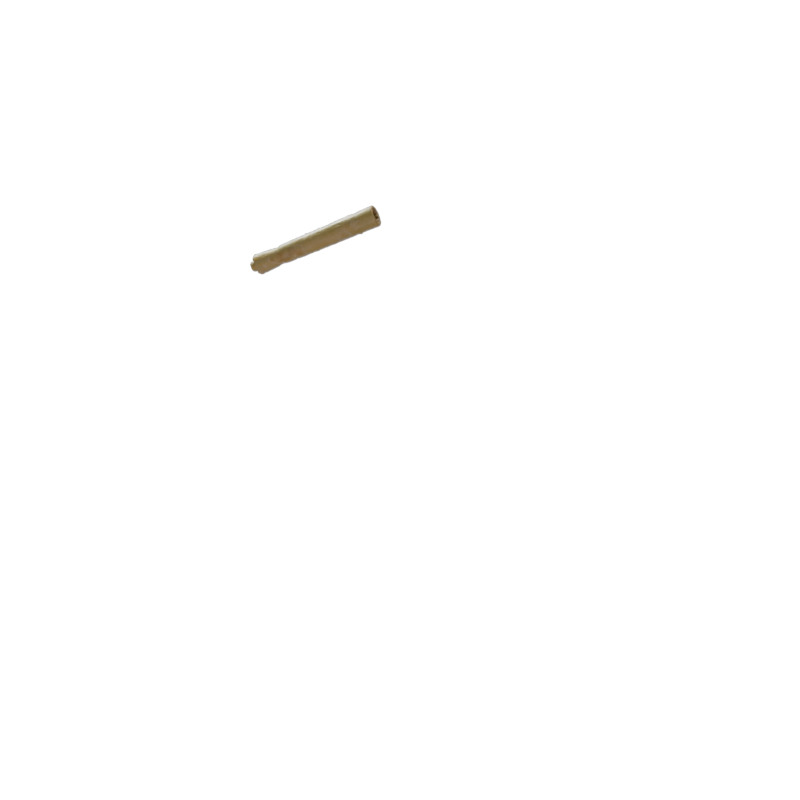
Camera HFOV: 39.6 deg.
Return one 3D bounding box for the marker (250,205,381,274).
[{"bbox_3d":[-0.074,-0.135,0.947,0.122,0.020,0.019,-20,-2,19],"label":"marker"}]
